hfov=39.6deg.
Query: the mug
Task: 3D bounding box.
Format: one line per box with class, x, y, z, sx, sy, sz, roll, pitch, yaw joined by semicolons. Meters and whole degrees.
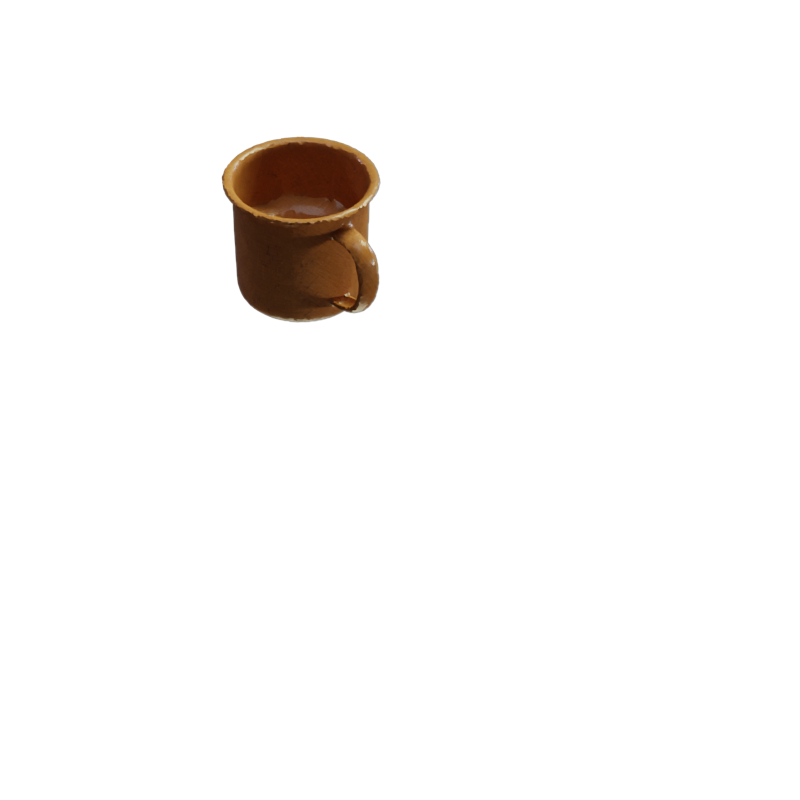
mug;-0.052;-0.095;0.668;0.093;0.076;0.126;-27;48;-29
